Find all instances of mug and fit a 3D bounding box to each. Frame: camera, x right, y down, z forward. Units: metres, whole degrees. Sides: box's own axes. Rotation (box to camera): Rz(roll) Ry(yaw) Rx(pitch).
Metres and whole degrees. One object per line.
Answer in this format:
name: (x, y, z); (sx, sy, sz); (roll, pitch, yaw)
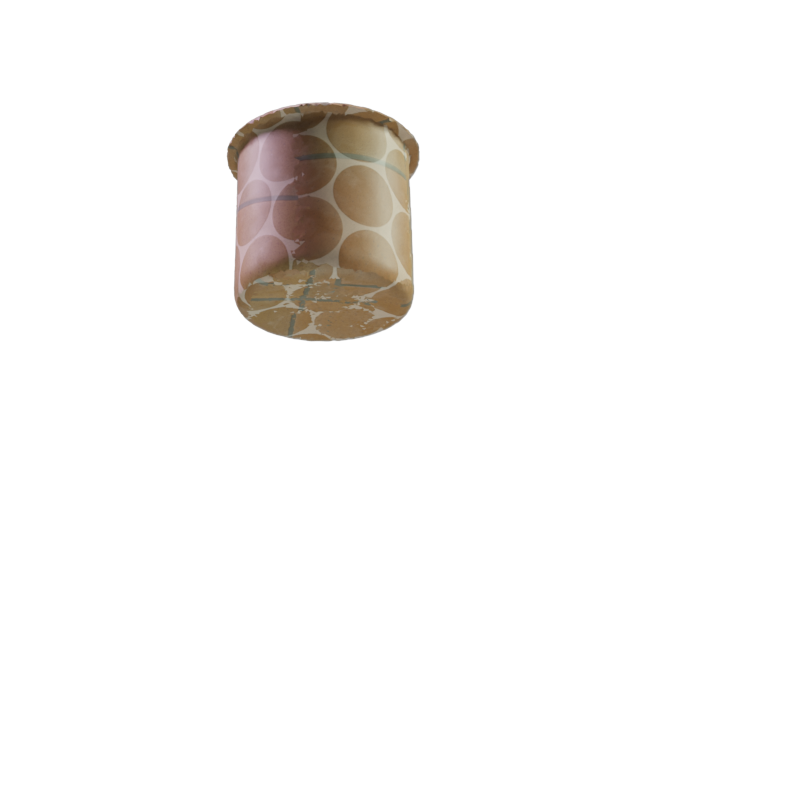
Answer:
mug: (-0.041, -0.075, 0.526); (0.090, 0.086, 0.115); (11, -26, -25)
